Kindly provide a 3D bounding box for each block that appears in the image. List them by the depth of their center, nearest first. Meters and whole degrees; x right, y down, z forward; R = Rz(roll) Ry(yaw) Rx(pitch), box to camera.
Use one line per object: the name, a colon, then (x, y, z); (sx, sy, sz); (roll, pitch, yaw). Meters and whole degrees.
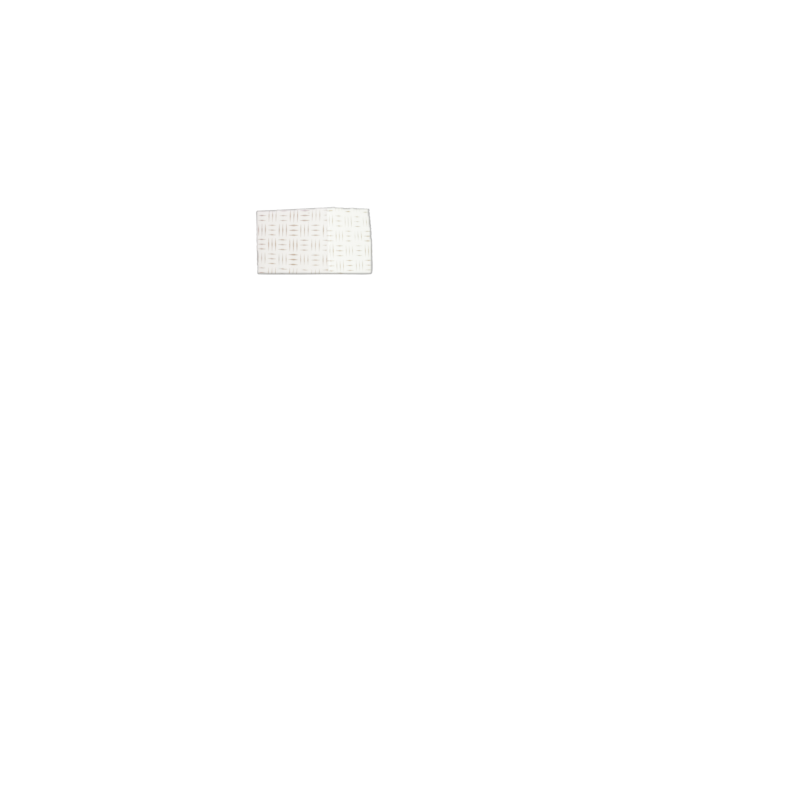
block: (-0.068, -0.123, 0.863); (0.081, 0.051, 0.051); (3, 4, 38)
